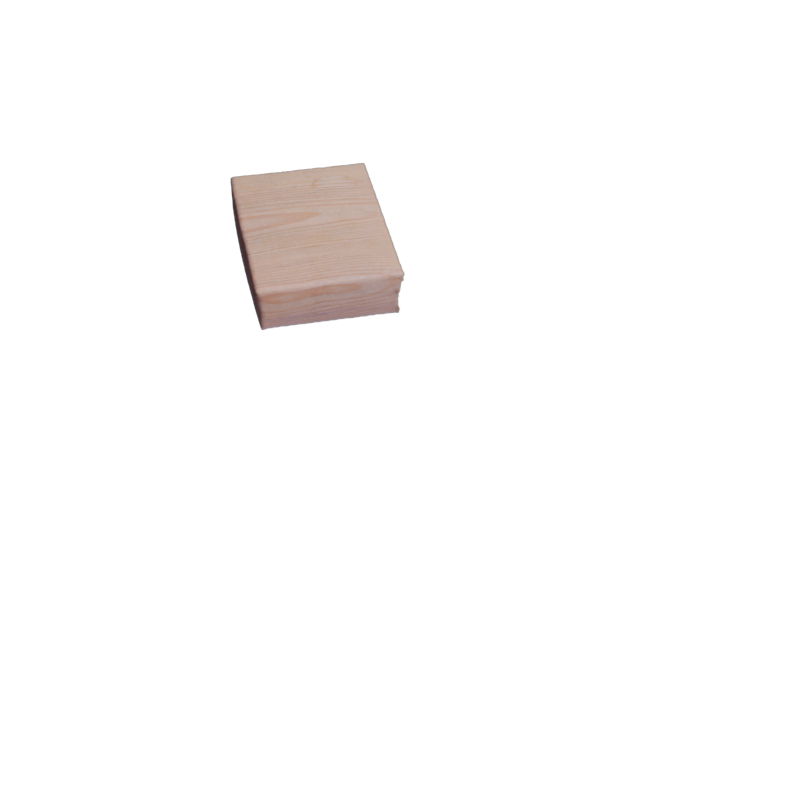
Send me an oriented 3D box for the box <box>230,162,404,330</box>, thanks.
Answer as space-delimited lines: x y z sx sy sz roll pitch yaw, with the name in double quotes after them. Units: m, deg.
-0.054 -0.099 0.694 0.089 0.123 0.036 -9 -42 -9 "box"
